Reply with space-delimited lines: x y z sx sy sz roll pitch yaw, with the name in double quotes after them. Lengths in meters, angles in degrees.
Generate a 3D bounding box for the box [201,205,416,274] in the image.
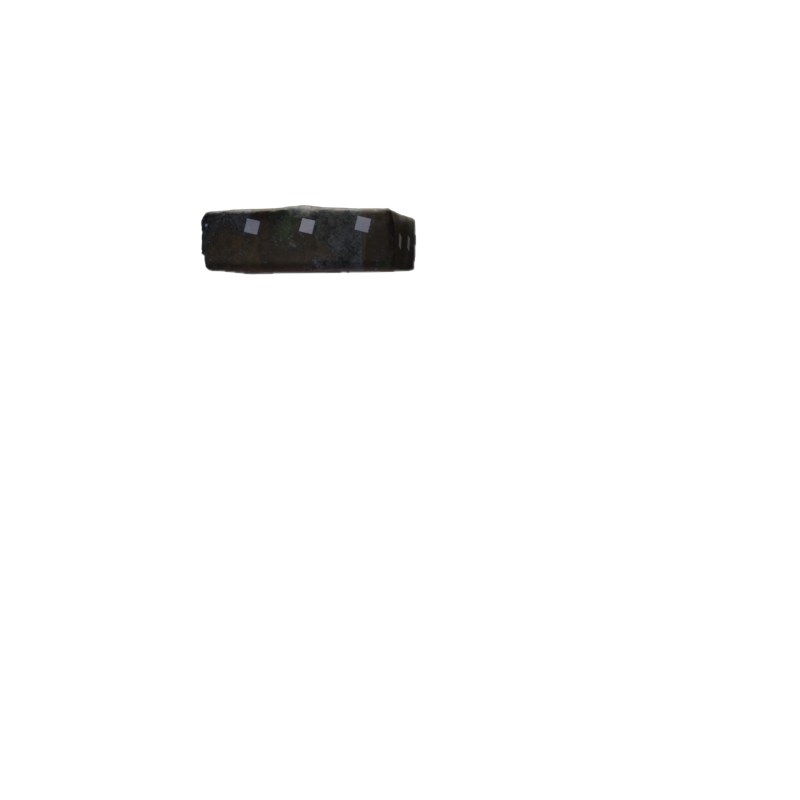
-0.041 -0.075 0.528 0.091 0.030 0.072 1 5 12 "box"
